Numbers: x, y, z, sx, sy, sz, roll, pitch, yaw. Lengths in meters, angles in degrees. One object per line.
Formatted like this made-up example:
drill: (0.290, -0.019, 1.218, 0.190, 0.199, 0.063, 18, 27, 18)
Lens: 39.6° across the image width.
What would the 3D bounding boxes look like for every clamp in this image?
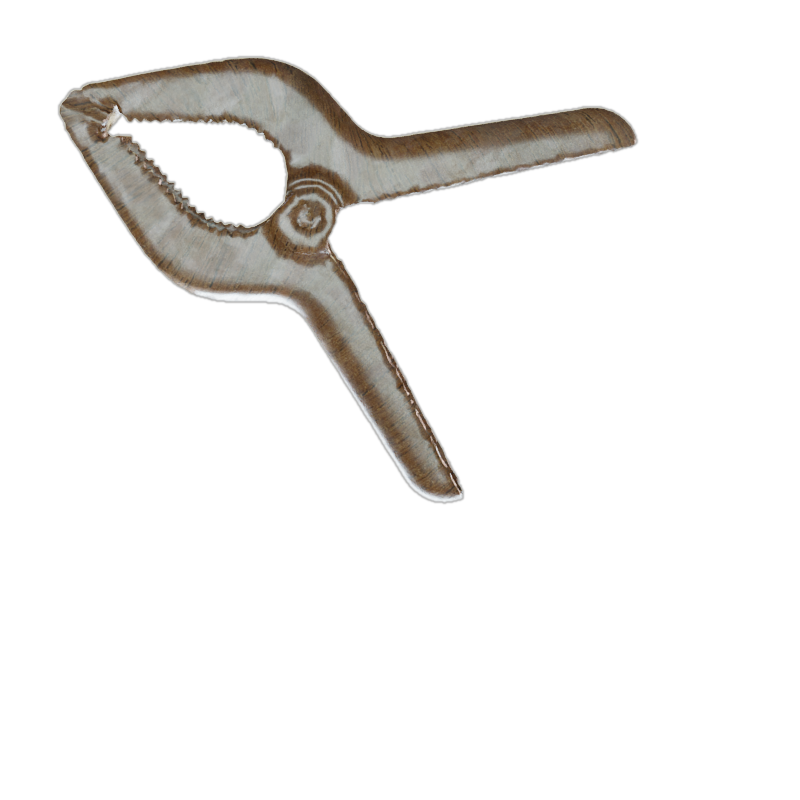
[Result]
clamp: (-0.033, -0.061, 0.426, 0.209, 0.163, 0.037, 18, 5, -2)
